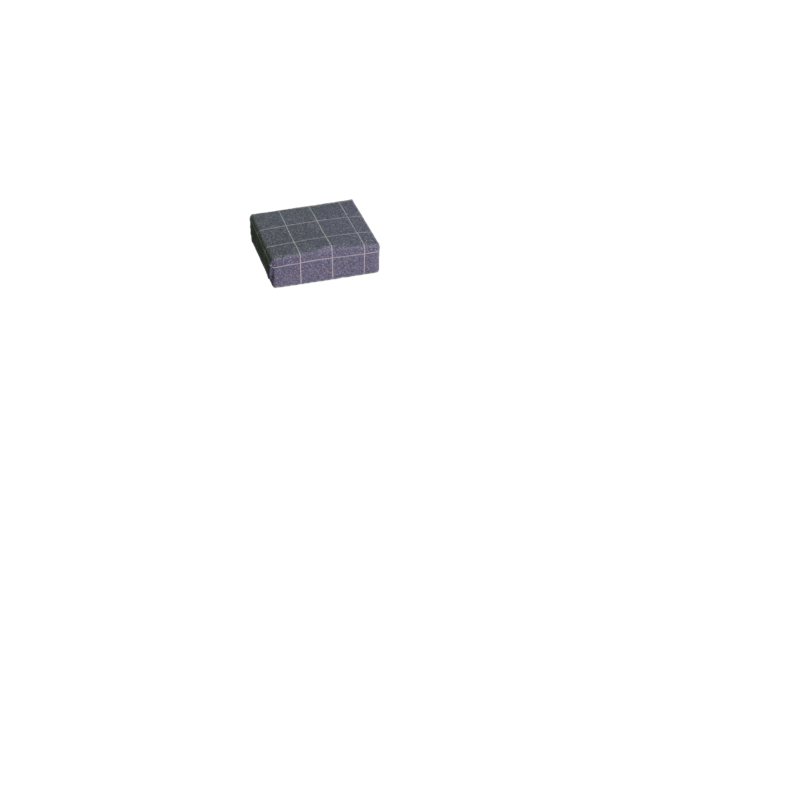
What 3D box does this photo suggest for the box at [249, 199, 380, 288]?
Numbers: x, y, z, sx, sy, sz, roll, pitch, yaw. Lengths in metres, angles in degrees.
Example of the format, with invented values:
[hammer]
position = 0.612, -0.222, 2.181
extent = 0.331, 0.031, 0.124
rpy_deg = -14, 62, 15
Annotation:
[box]
position = -0.069, -0.126, 0.880
extent = 0.088, 0.028, 0.079
rpy_deg = -10, 38, -14
